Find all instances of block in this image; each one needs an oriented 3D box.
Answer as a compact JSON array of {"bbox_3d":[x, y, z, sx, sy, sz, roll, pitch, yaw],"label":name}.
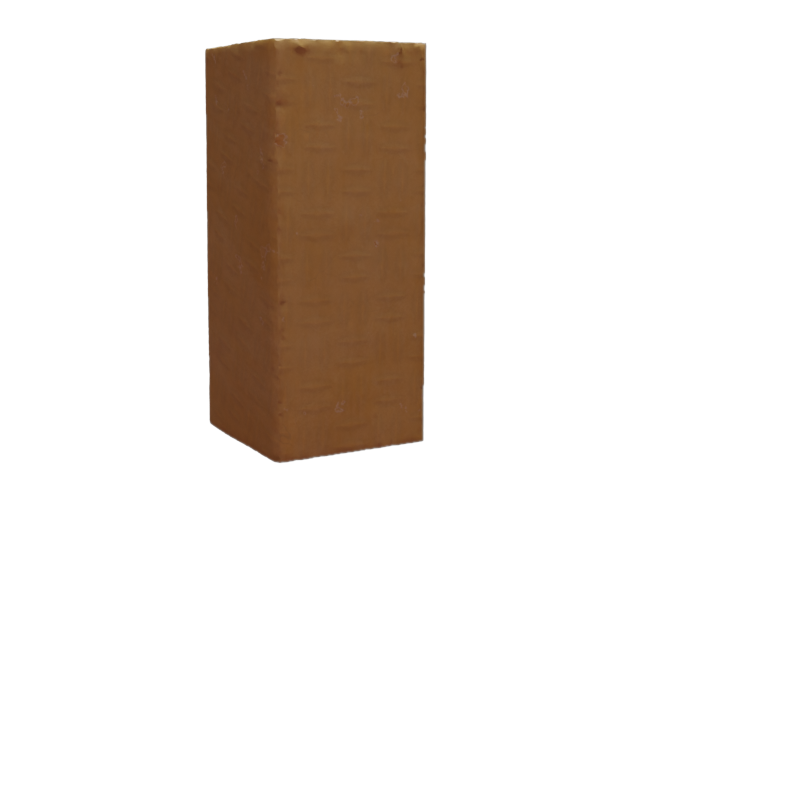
[{"bbox_3d":[-0.046,-0.084,0.588,0.088,0.203,0.094,-4,8,-29],"label":"block"}]
